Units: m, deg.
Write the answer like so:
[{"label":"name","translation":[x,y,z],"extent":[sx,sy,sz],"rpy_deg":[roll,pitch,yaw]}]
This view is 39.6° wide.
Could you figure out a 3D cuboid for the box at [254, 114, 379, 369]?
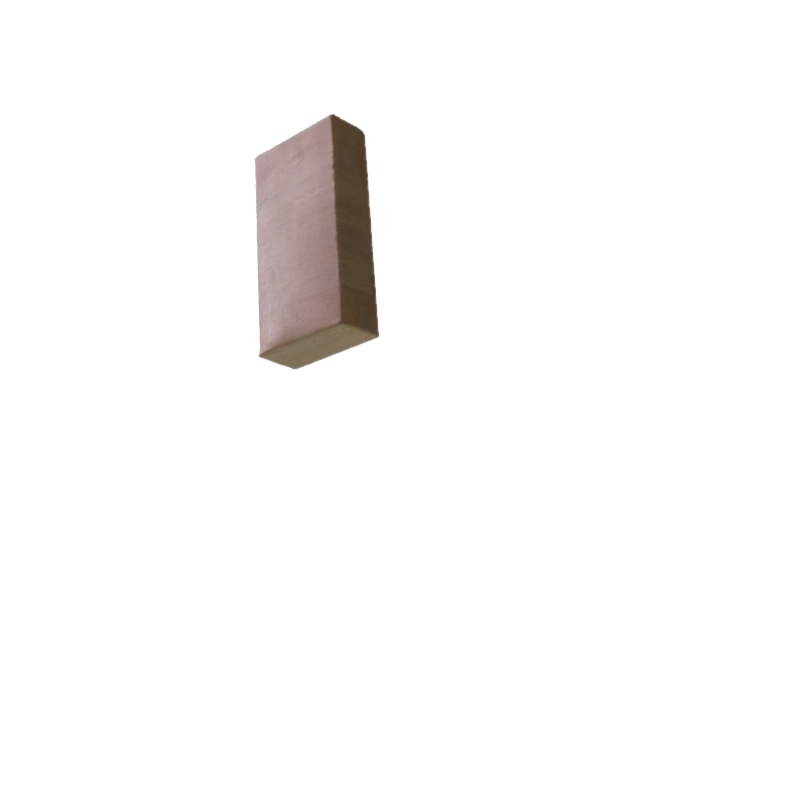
[{"label":"box","translation":[-0.066,-0.122,0.852],"extent":[0.094,0.186,0.045],"rpy_deg":[-22,-32,37]}]
